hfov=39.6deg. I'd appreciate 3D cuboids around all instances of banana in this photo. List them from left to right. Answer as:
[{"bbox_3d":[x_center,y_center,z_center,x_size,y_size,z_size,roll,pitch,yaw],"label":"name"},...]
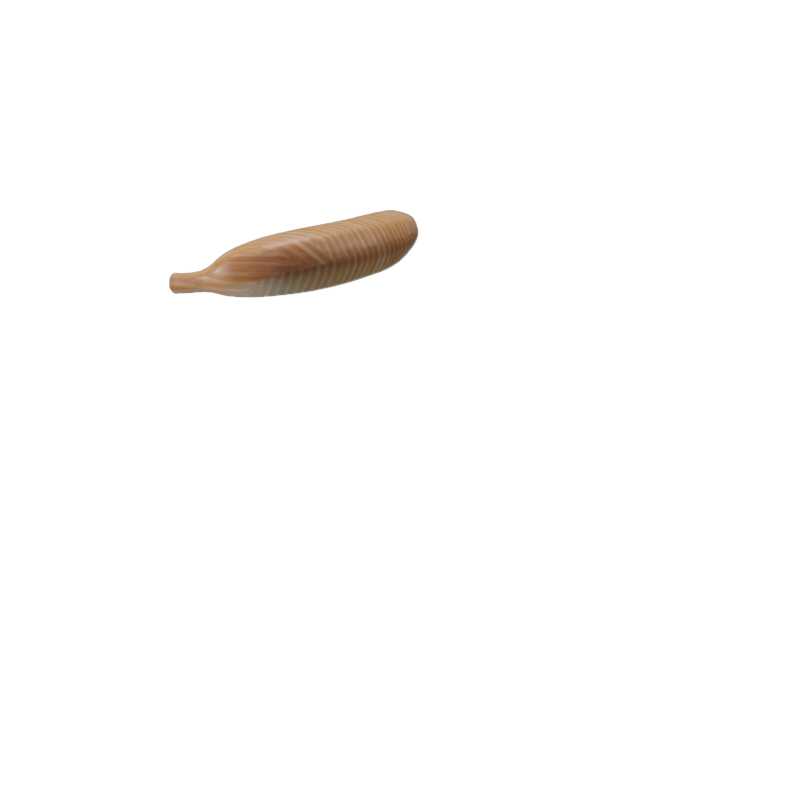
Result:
[{"bbox_3d":[-0.044,-0.094,0.684,0.194,0.035,0.074,-19,27,-41],"label":"banana"}]
